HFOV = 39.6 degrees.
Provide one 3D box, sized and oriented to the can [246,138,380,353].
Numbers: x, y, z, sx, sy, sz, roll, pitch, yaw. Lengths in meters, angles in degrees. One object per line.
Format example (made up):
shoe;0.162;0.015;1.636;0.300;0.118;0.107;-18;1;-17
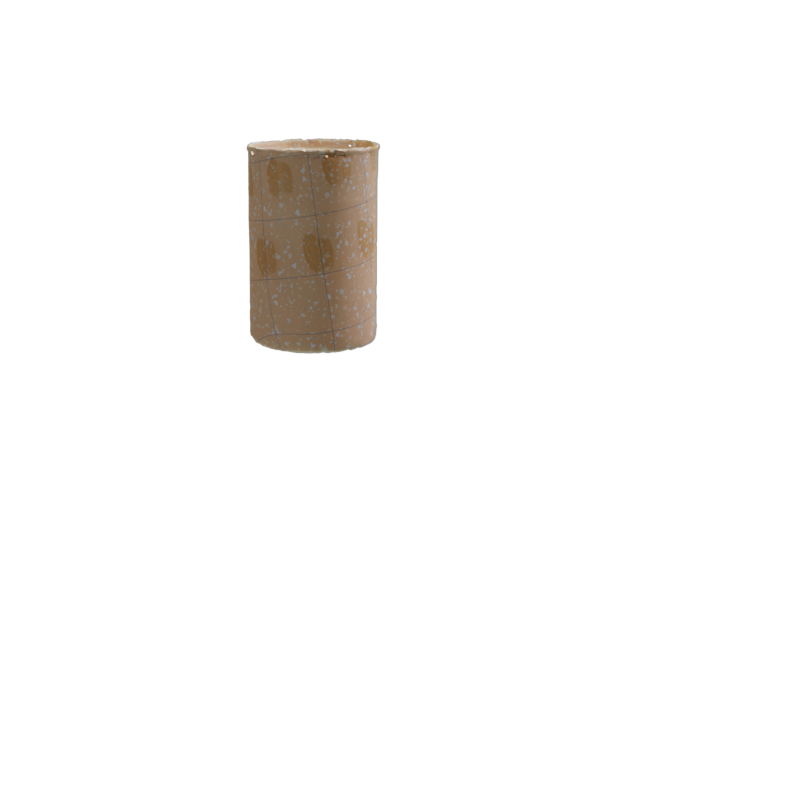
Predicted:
can;-0.045;-0.082;0.573;0.068;0.100;0.071;0;12;-2
